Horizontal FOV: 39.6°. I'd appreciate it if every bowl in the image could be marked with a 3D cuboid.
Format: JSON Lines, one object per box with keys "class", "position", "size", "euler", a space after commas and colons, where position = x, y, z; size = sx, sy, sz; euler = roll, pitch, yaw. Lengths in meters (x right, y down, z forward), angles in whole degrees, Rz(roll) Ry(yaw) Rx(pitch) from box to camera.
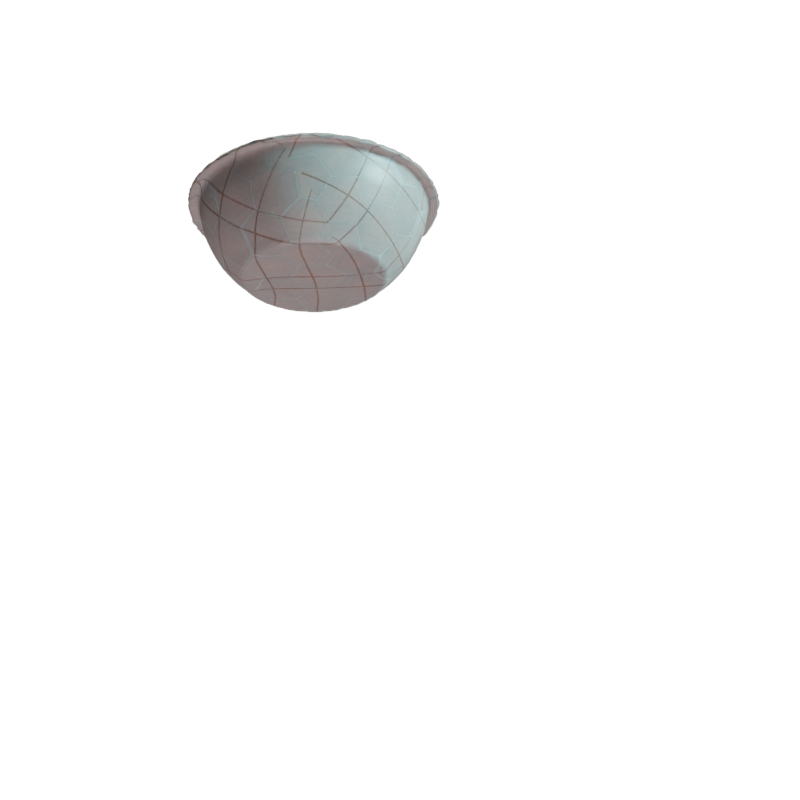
{"class": "bowl", "position": [-0.055, -0.101, 0.704], "size": [0.162, 0.058, 0.153], "euler": [1, -25, -2]}
